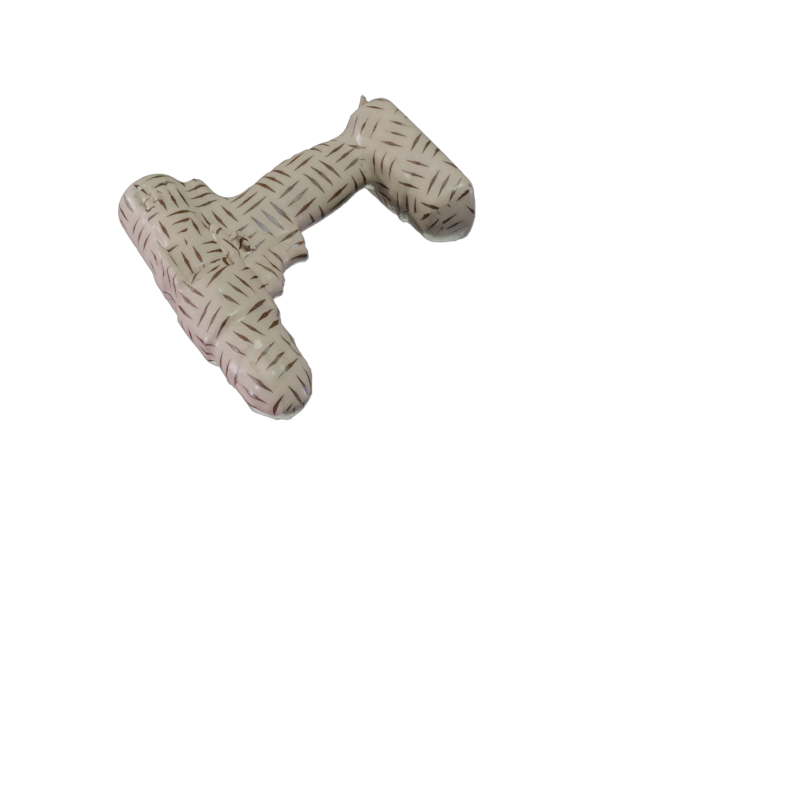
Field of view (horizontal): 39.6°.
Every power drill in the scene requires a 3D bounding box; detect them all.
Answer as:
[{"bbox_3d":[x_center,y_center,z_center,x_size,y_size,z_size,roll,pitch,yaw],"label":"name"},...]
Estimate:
[{"bbox_3d":[-0.051,-0.093,0.655,0.187,0.198,0.054,-28,-31,-19],"label":"power drill"}]
